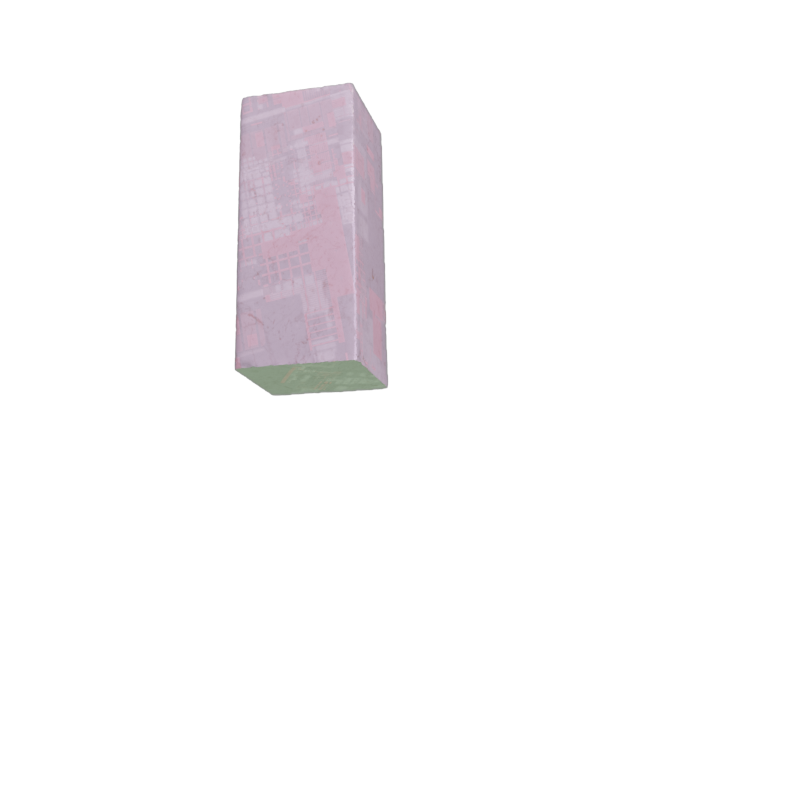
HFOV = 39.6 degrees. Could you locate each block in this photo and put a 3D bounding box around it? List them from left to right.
[{"bbox_3d":[-0.064,-0.116,0.813,0.091,0.216,0.085,-6,-19,13],"label":"block"}]
